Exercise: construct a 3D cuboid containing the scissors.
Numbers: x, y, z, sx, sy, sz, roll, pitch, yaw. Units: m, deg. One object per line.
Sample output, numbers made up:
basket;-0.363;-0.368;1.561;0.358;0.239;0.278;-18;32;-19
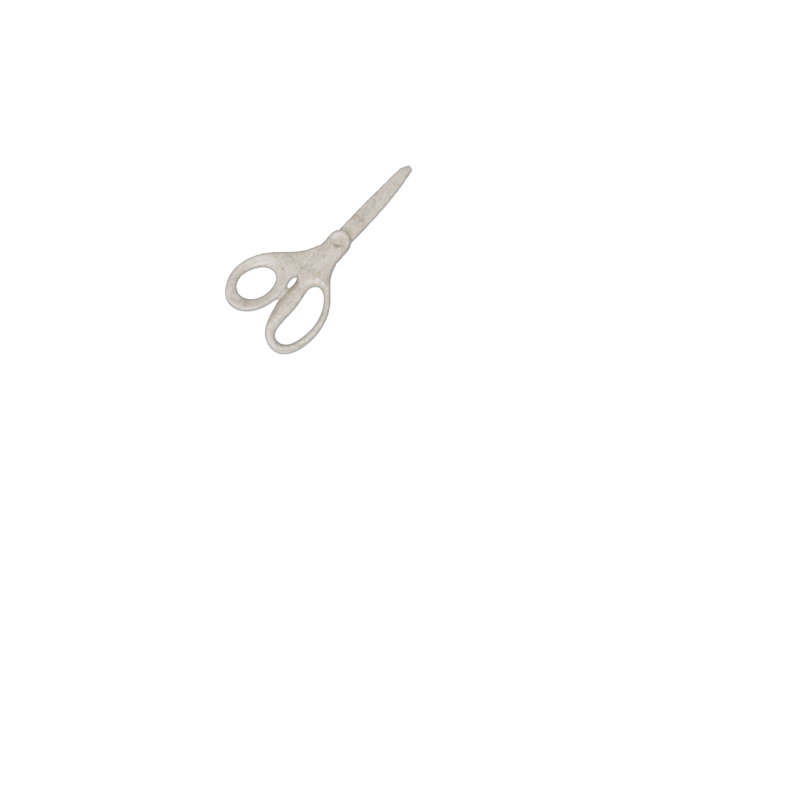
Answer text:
scissors;-0.072;-0.131;0.918;0.098;0.209;0.015;20;-25;10
